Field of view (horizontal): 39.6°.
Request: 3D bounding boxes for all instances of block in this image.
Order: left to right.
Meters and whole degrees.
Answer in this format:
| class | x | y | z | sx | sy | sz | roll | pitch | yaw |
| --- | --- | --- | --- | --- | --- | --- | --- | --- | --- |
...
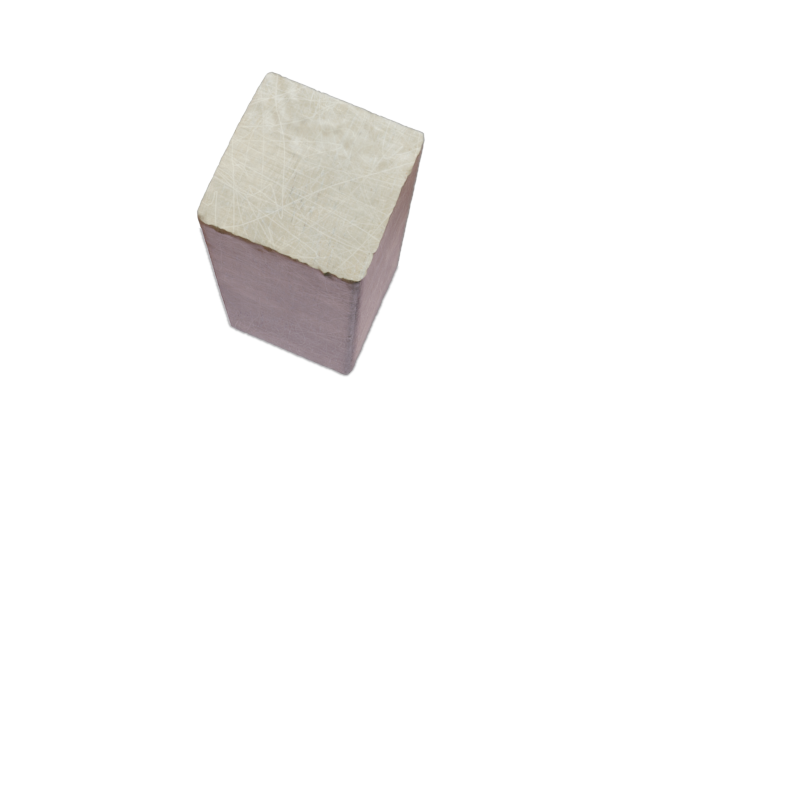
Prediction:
| class | x | y | z | sx | sy | sz | roll | pitch | yaw |
| --- | --- | --- | --- | --- | --- | --- | --- | --- | --- |
| block | -0.051 | -0.091 | 0.643 | 0.092 | 0.092 | 0.199 | 23 | -13 | 2 |
